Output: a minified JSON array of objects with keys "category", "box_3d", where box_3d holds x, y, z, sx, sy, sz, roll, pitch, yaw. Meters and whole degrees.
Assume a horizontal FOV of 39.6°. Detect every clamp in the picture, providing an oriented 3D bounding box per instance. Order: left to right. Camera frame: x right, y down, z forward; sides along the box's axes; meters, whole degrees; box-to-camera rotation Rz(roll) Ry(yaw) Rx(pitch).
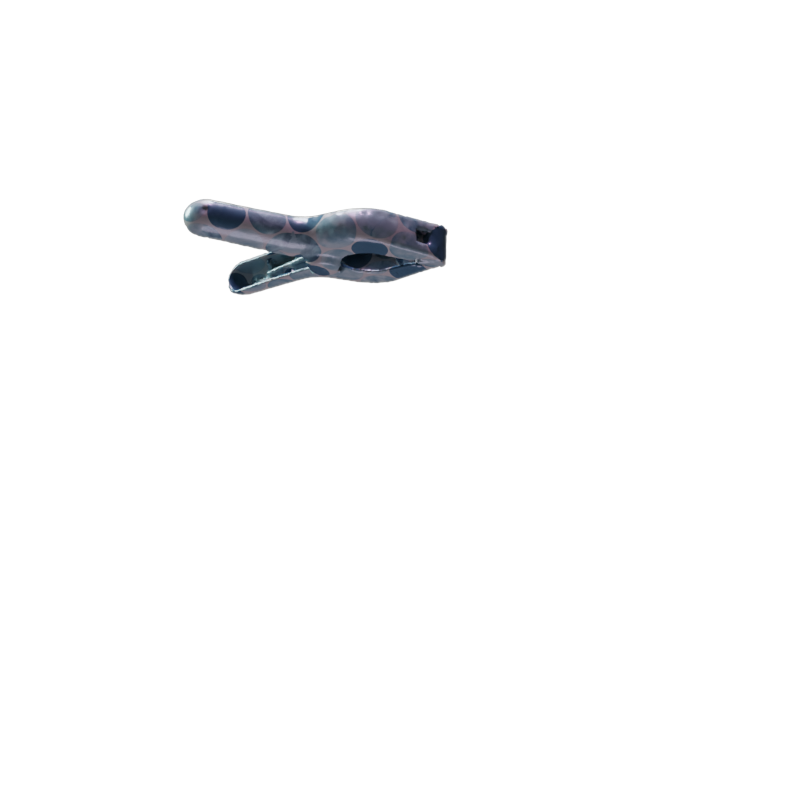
[{"category":"clamp","box_3d":[-0.058,-0.106,0.743,0.175,0.041,0.113,-4,-14,18]}]
